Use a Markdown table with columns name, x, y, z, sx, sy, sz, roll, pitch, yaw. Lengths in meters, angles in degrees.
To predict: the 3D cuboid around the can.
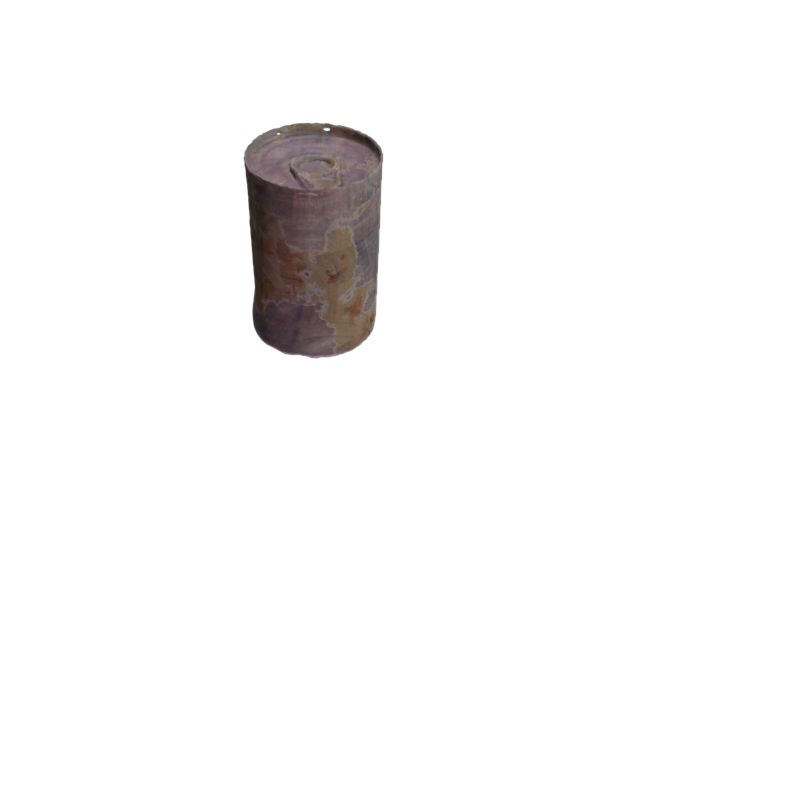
| name | x | y | z | sx | sy | sz | roll | pitch | yaw |
| --- | --- | --- | --- | --- | --- | --- | --- | --- | --- |
| can | -0.044 | -0.081 | 0.565 | 0.068 | 0.096 | 0.073 | 0 | 36 | -3 |
